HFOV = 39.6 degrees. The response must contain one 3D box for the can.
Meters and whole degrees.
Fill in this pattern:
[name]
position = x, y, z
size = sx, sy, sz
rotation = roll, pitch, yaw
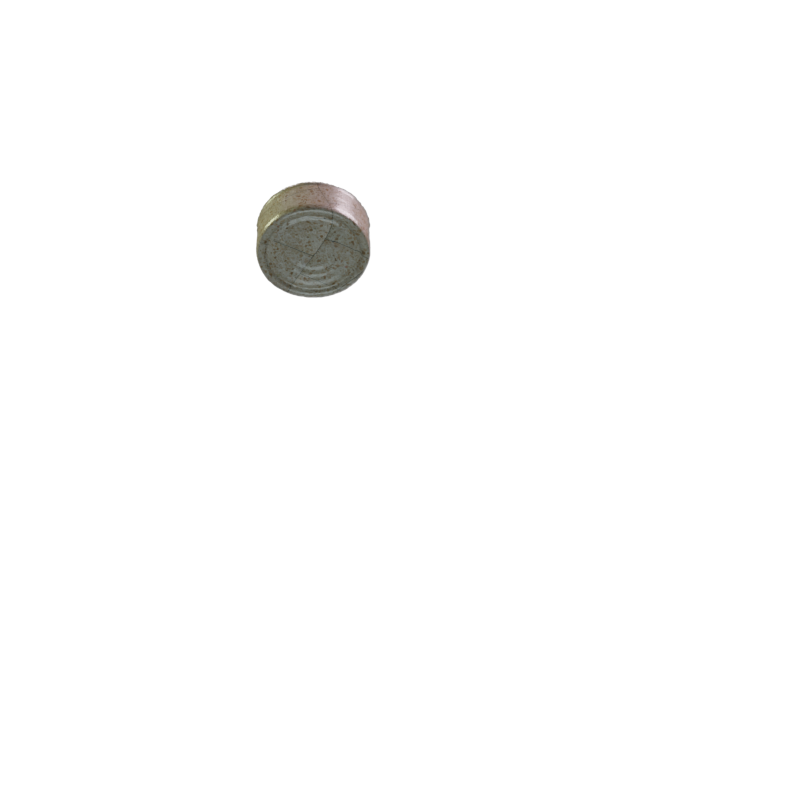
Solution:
[can]
position = -0.065, -0.118, 0.825
size = 0.086, 0.080, 0.036
rotation = 1, 40, -1
